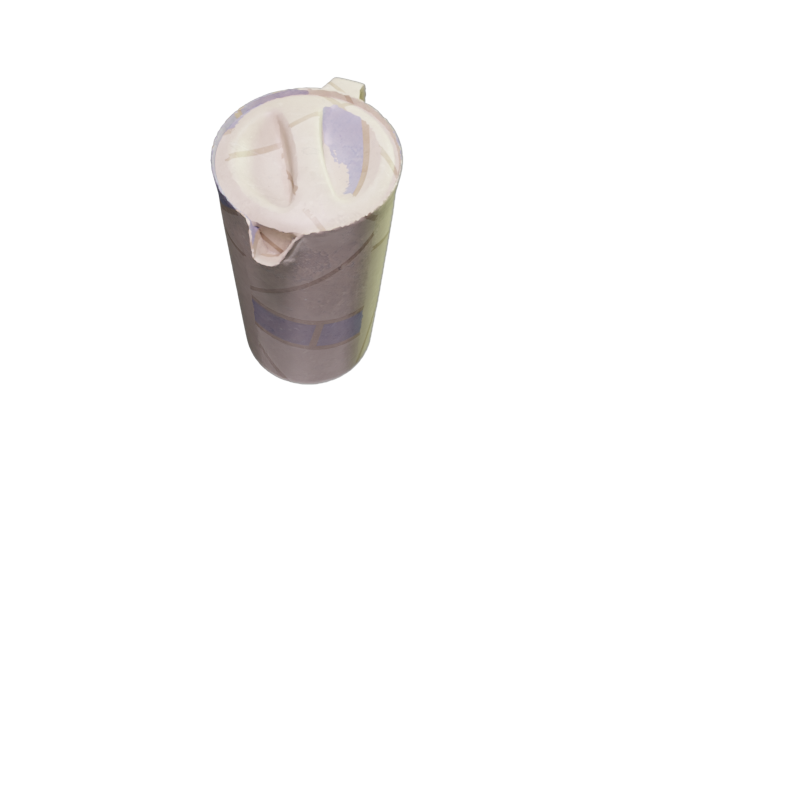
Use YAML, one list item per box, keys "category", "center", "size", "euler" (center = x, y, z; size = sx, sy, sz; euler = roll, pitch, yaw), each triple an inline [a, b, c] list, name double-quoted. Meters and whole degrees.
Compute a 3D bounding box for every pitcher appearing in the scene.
- category: "pitcher"
  center: [-0.068, -0.123, 0.864]
  size: [0.148, 0.155, 0.228]
  euler: [-23, -27, -16]
